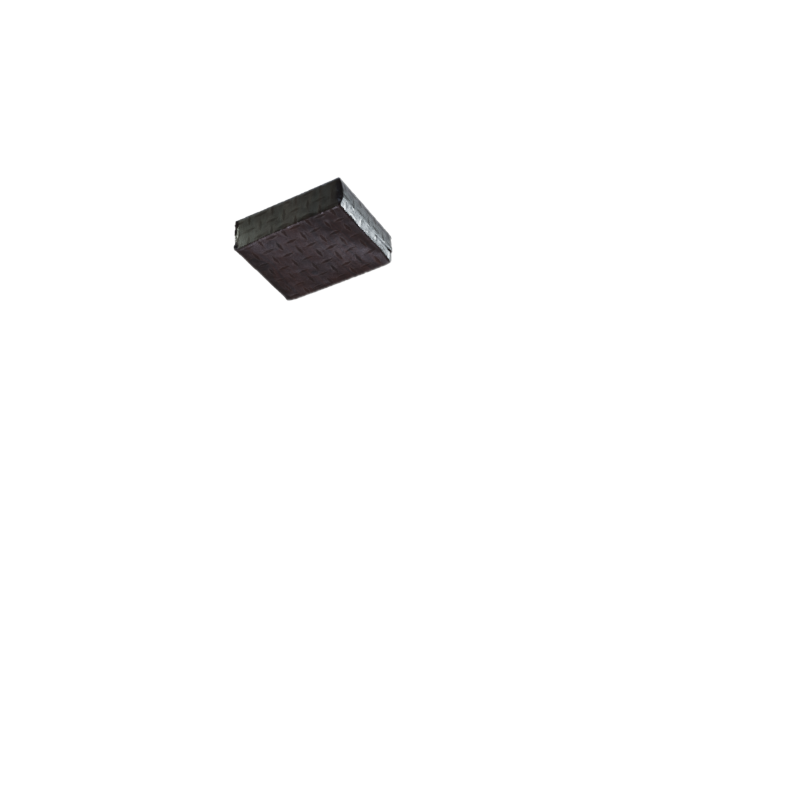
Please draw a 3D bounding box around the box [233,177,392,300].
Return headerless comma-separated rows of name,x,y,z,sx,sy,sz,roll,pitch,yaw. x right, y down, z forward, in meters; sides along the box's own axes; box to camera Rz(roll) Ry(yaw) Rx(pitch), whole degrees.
box,-0.077,-0.140,0.980,0.114,0.042,0.083,-20,-42,23
